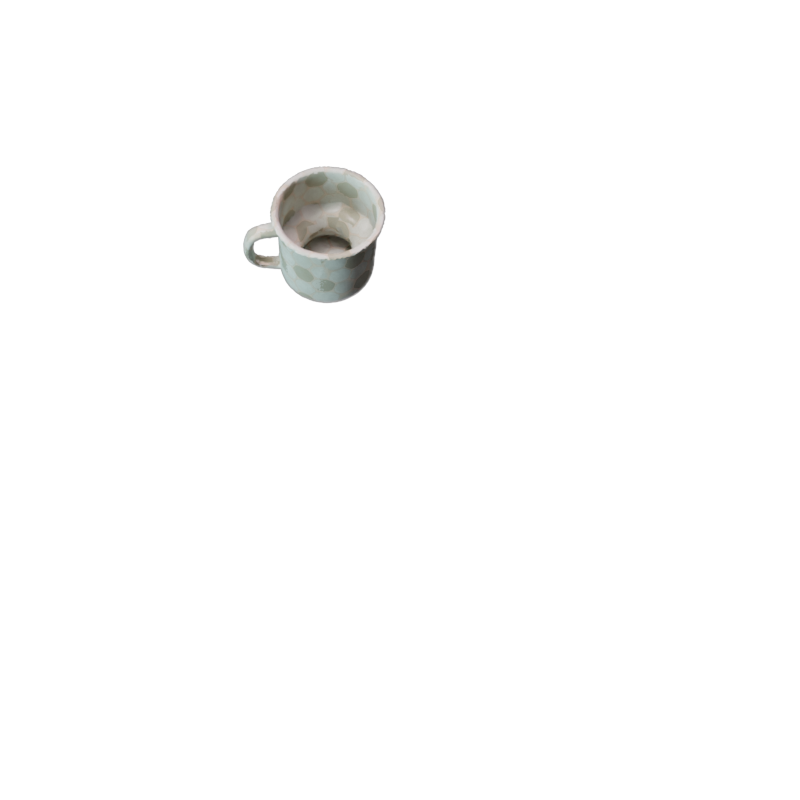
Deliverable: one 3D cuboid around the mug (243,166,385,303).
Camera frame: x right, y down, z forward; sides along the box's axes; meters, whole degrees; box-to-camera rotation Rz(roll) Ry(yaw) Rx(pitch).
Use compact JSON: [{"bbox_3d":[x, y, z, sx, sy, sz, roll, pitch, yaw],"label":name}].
[{"bbox_3d":[-0.072,-0.132,0.925,0.116,0.100,0.076,-11,-30,-8],"label":"mug"}]
